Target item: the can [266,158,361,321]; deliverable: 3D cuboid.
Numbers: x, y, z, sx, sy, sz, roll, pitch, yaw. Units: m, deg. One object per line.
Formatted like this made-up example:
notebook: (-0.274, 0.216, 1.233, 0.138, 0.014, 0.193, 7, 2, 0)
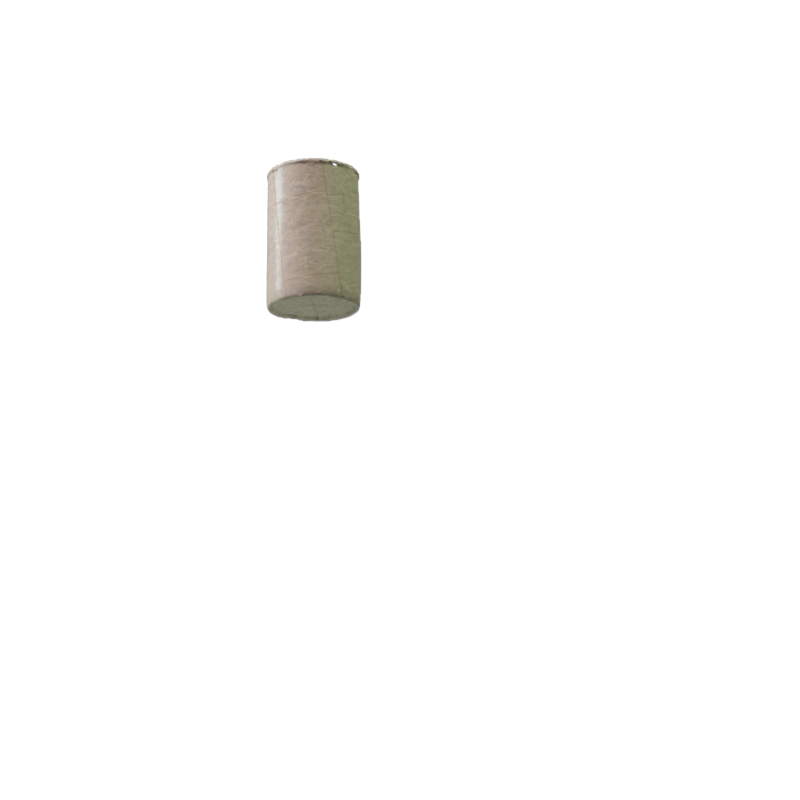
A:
can: (-0.062, -0.114, 0.796, 0.068, 0.107, 0.066, 0, -17, -2)
